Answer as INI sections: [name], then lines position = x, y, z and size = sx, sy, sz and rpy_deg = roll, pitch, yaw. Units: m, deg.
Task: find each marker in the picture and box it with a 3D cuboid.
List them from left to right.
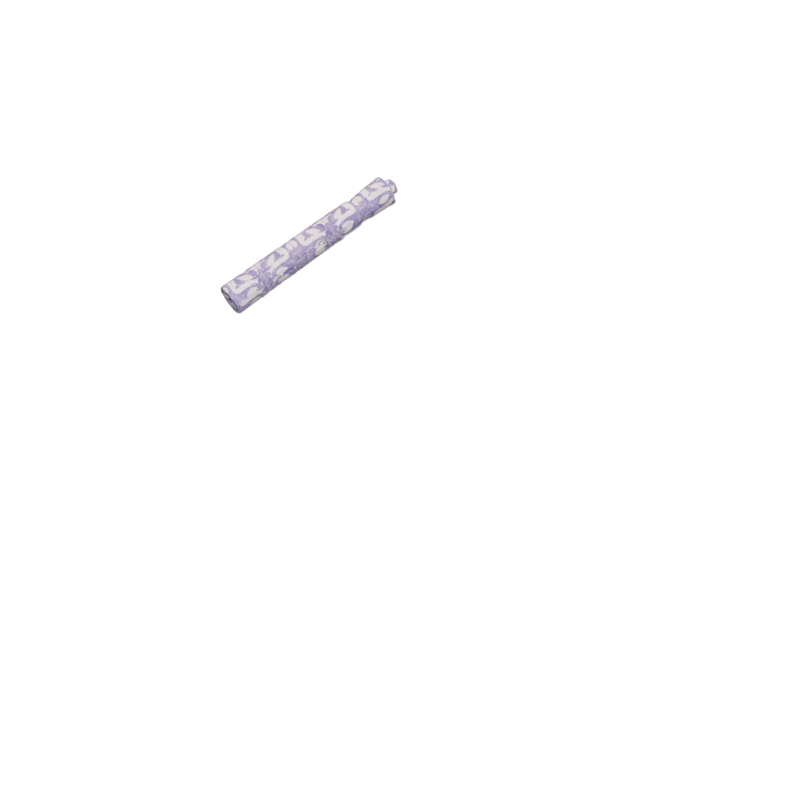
[marker]
position = -0.051, -0.092, 0.646
size = 0.121, 0.019, 0.020
rpy_deg = -37, 15, -15
